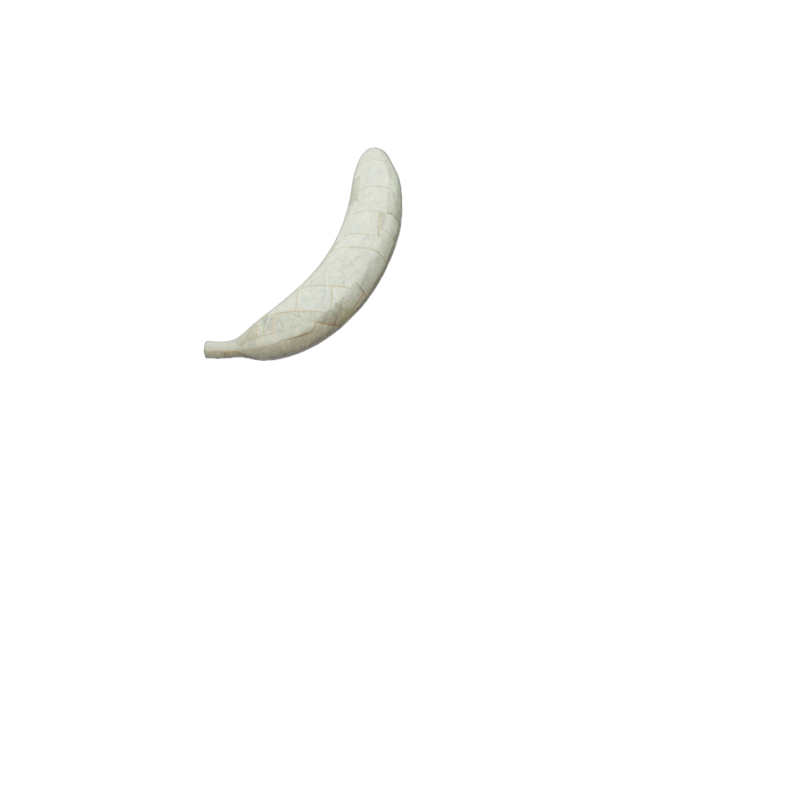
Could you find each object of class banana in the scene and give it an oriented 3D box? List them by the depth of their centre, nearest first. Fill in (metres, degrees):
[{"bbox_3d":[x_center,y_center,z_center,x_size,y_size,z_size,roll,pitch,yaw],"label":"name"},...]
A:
[{"bbox_3d":[-0.042,-0.090,0.708,0.072,0.203,0.034,26,-31,17],"label":"banana"}]
